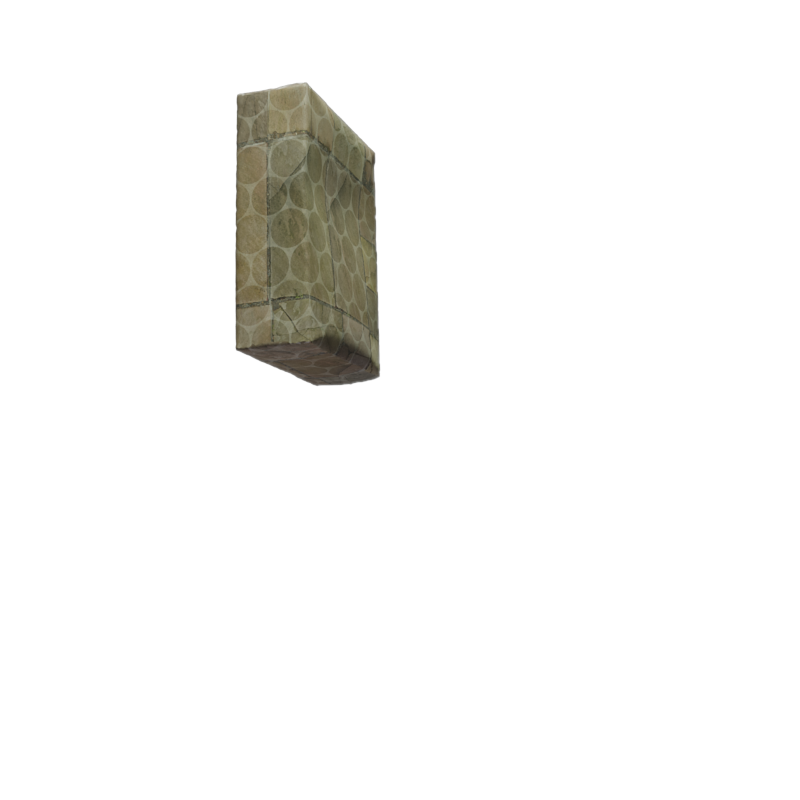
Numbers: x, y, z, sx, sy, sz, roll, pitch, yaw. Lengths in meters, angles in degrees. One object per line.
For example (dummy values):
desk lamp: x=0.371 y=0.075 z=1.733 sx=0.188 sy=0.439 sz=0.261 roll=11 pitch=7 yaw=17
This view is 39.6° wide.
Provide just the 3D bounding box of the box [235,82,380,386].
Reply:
box: x=-0.072 y=-0.131 z=0.918 sx=0.073 sy=0.222 sz=0.155 roll=-7 pitch=-16 yaw=19
